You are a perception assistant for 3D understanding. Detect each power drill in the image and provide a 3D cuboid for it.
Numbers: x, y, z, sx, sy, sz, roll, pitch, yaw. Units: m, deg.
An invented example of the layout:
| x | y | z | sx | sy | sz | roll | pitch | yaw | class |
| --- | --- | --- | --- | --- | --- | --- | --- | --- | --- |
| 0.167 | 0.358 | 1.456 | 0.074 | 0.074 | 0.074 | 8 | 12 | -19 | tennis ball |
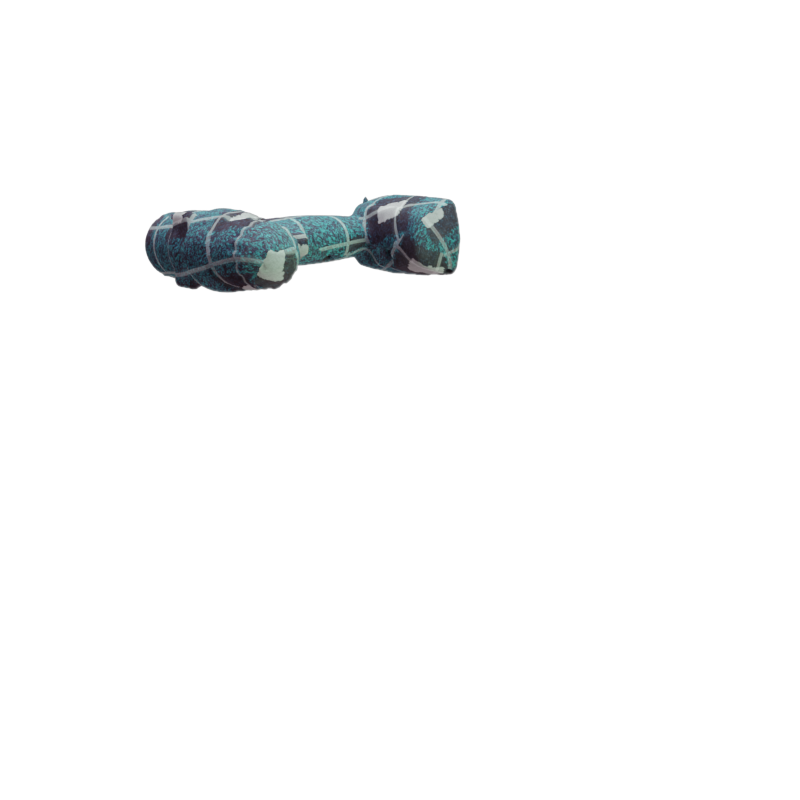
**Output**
| x | y | z | sx | sy | sz | roll | pitch | yaw | class |
| --- | --- | --- | --- | --- | --- | --- | --- | --- | --- |
| -0.057 | -0.105 | 0.732 | 0.182 | 0.056 | 0.193 | -7 | 13 | -29 | power drill |
